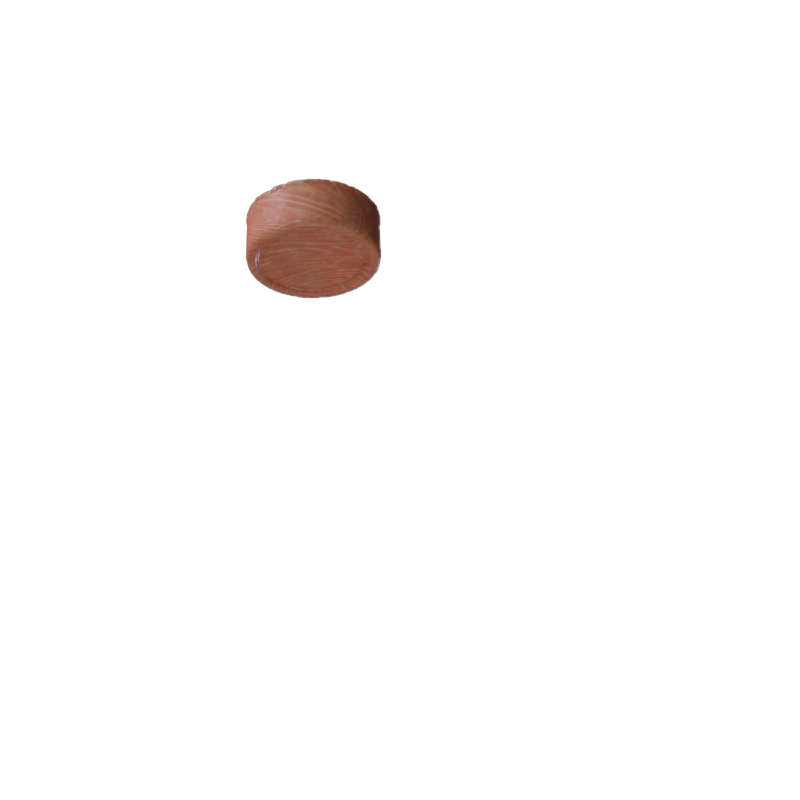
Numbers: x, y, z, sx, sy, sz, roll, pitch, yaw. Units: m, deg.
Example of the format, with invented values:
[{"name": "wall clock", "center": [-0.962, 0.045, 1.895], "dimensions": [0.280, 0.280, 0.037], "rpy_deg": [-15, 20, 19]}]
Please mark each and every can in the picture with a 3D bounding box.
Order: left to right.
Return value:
[{"name": "can", "center": [-0.055, -0.100, 0.697], "dimensions": [0.086, 0.036, 0.081], "rpy_deg": [1, -30, -2]}]
